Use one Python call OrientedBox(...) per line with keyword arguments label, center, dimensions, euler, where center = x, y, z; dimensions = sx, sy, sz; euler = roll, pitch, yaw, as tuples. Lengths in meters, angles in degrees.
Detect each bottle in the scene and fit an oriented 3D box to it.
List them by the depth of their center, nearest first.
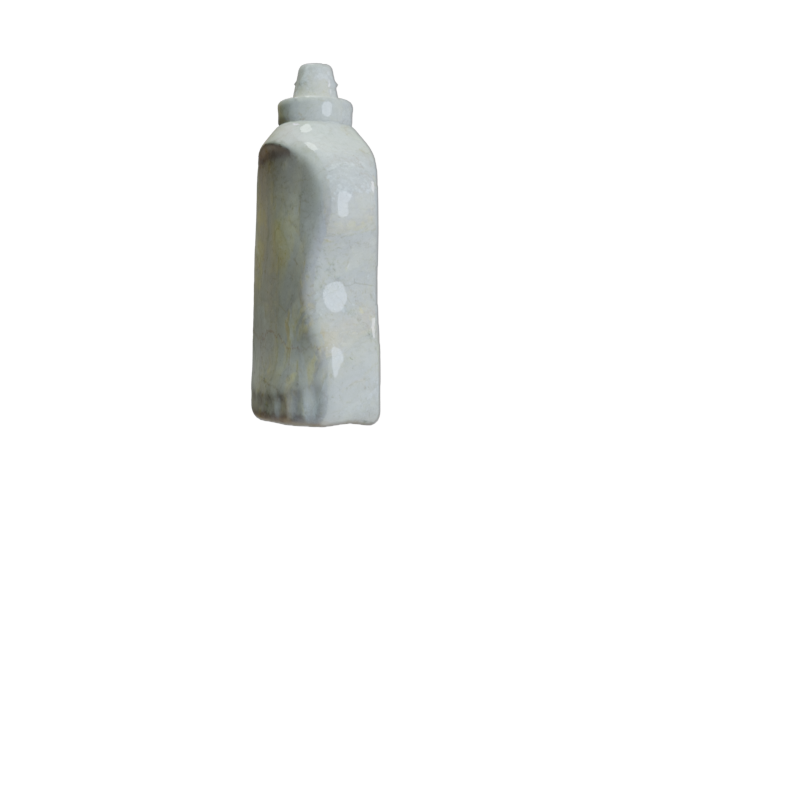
OrientedBox(label="bottle", center=(-0.046, -0.085, 0.595), dimensions=(0.056, 0.194, 0.098), euler=(2, -4, -26))
